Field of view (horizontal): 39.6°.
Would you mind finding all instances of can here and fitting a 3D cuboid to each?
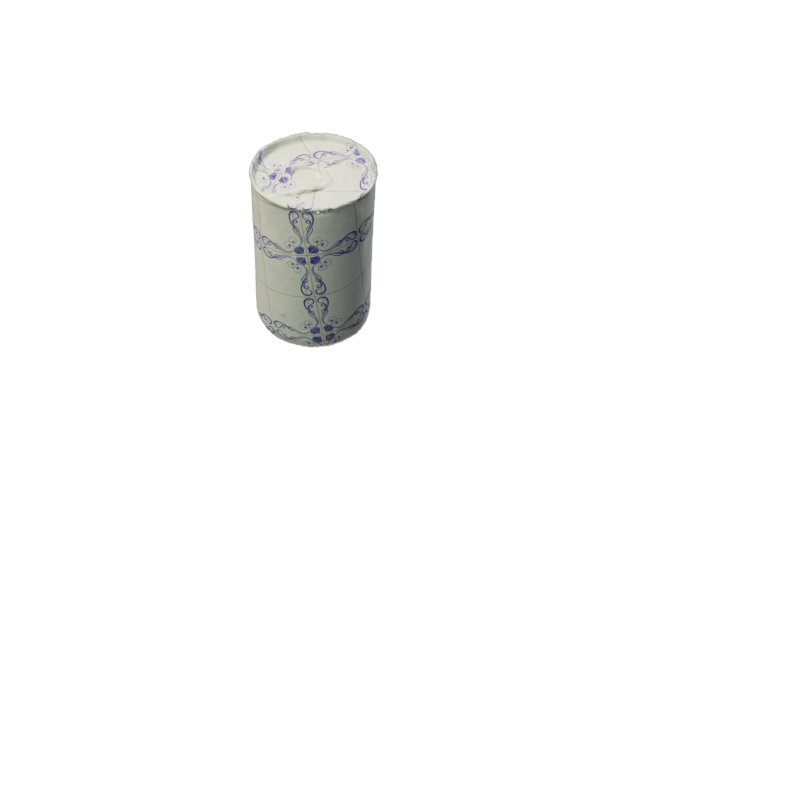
[{"bbox_3d":[-0.048,-0.088,0.616,0.068,0.095,0.074,0,44,-3],"label":"can"}]
